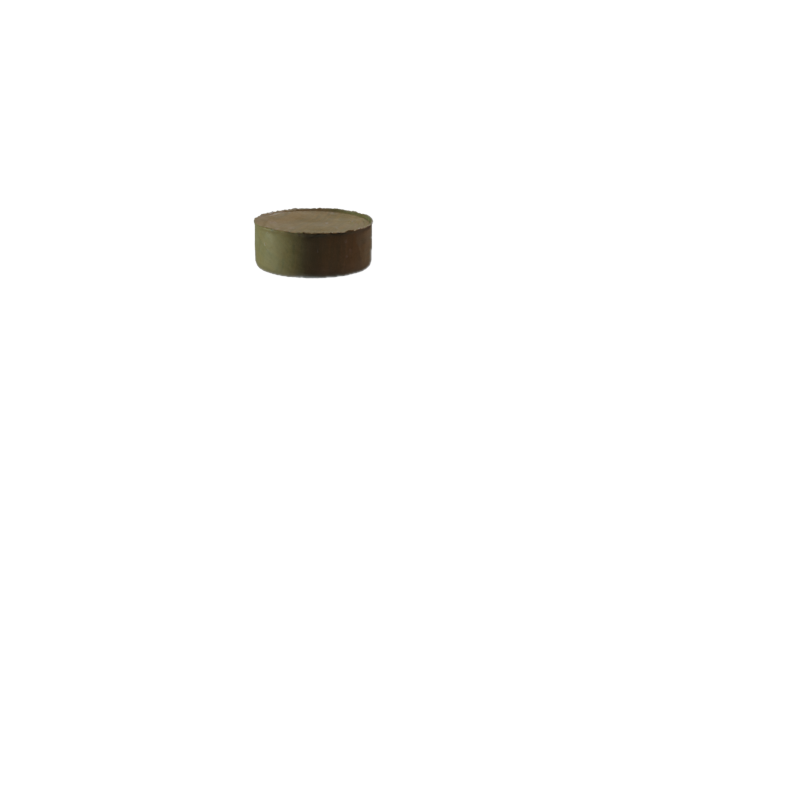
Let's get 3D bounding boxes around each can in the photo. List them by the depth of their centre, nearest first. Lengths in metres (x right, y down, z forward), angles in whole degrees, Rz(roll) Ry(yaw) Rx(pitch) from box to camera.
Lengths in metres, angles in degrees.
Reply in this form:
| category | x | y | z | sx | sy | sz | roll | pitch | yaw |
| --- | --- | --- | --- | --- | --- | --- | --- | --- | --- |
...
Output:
| category | x | y | z | sx | sy | sz | roll | pitch | yaw |
| --- | --- | --- | --- | --- | --- | --- | --- | --- | --- |
| can | -0.063 | -0.114 | 0.799 | 0.086 | 0.032 | 0.089 | -1 | 20 | -2 |
